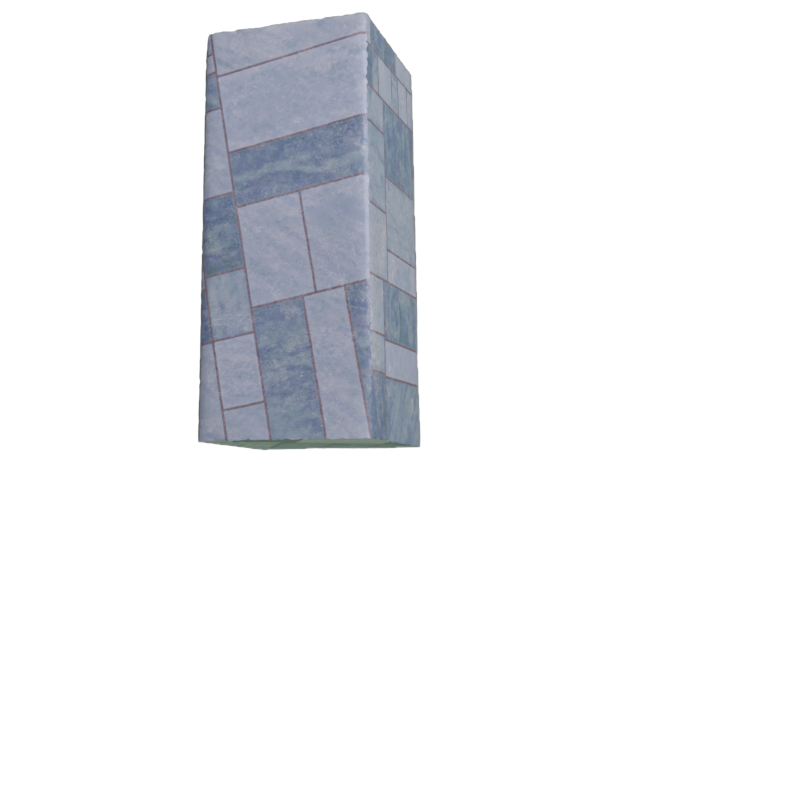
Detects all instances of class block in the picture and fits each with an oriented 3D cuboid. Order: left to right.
[{"bbox_3d":[-0.045,-0.081,0.571,0.092,0.213,0.086,-4,-12,16],"label":"block"}]
